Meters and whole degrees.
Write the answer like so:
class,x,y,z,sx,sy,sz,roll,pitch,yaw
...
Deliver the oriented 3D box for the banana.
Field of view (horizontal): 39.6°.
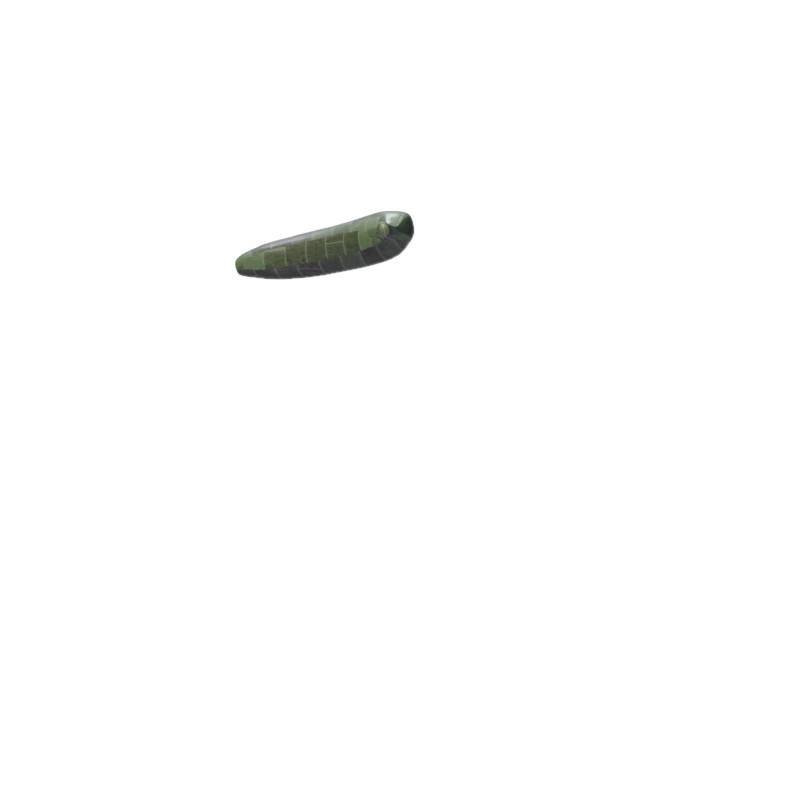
class,x,y,z,sx,sy,sz,roll,pitch,yaw
banana,-0.051,-0.122,0.869,0.066,0.038,0.202,6,-8,-39
